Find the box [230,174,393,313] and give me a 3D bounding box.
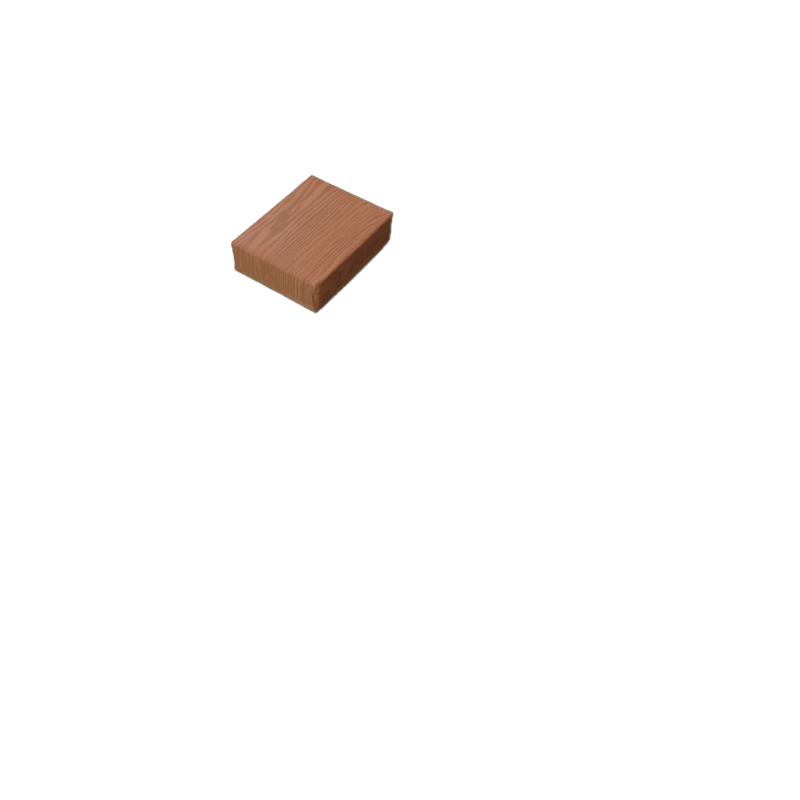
[{"bbox_3d":[-0.073,-0.134,0.937,0.095,0.036,0.116,27,51,24],"label":"box"}]
